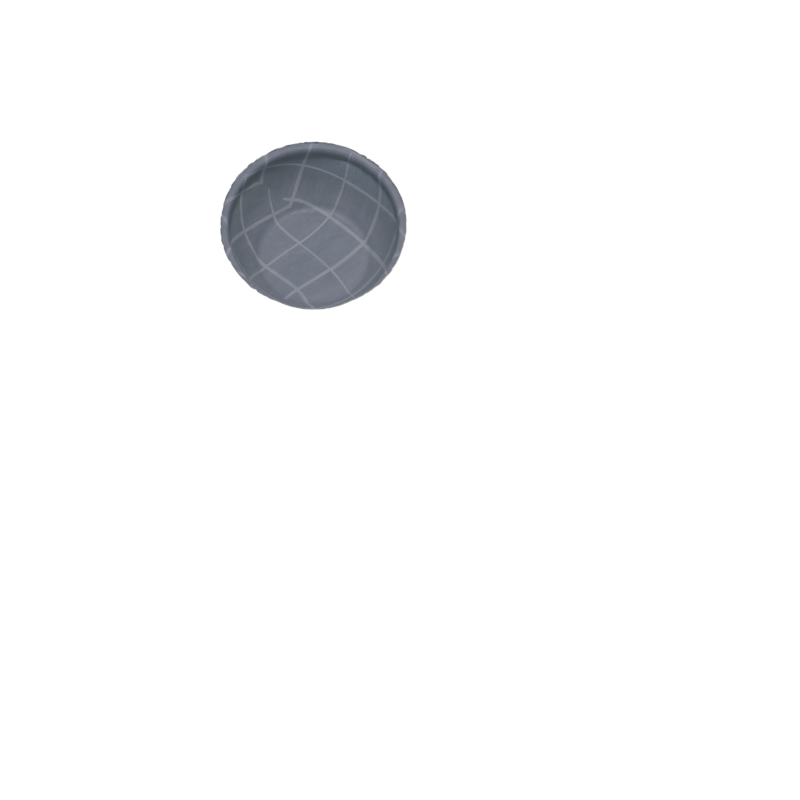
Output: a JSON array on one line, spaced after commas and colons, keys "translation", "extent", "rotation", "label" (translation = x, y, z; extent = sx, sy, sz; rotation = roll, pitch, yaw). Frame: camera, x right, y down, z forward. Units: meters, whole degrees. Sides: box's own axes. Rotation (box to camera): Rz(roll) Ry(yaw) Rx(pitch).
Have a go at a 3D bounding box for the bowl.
[{"translation": [-0.073, -0.134, 0.936], "extent": [0.162, 0.153, 0.058], "rotation": [1, 30, -1], "label": "bowl"}]
